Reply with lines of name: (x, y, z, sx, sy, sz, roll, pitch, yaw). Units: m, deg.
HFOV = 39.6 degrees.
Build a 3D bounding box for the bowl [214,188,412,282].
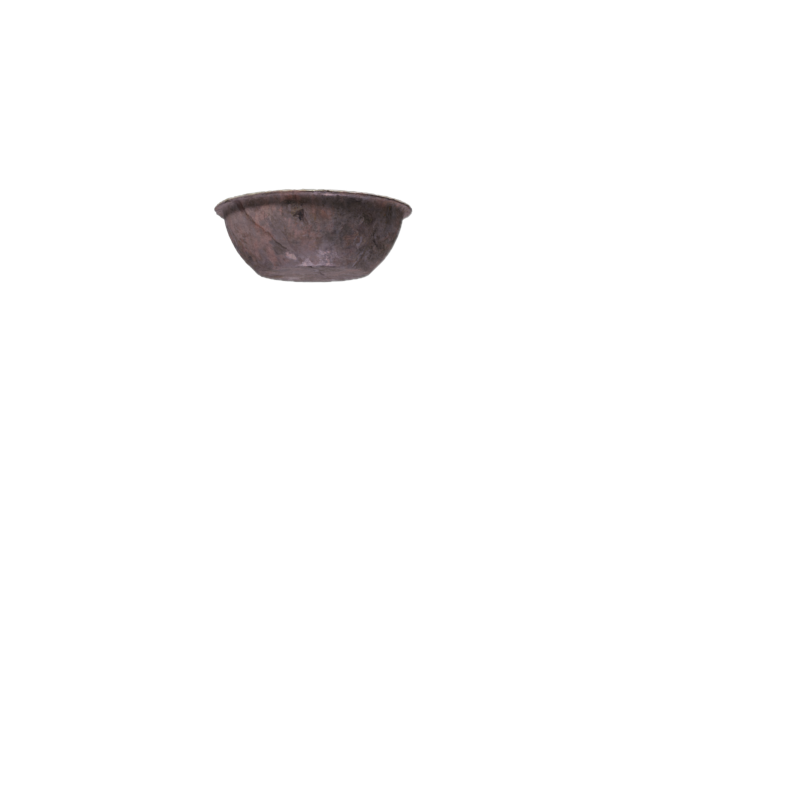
bowl: (-0.071, -0.129, 0.901, 0.162, 0.056, 0.160, 0, -3, -2)
